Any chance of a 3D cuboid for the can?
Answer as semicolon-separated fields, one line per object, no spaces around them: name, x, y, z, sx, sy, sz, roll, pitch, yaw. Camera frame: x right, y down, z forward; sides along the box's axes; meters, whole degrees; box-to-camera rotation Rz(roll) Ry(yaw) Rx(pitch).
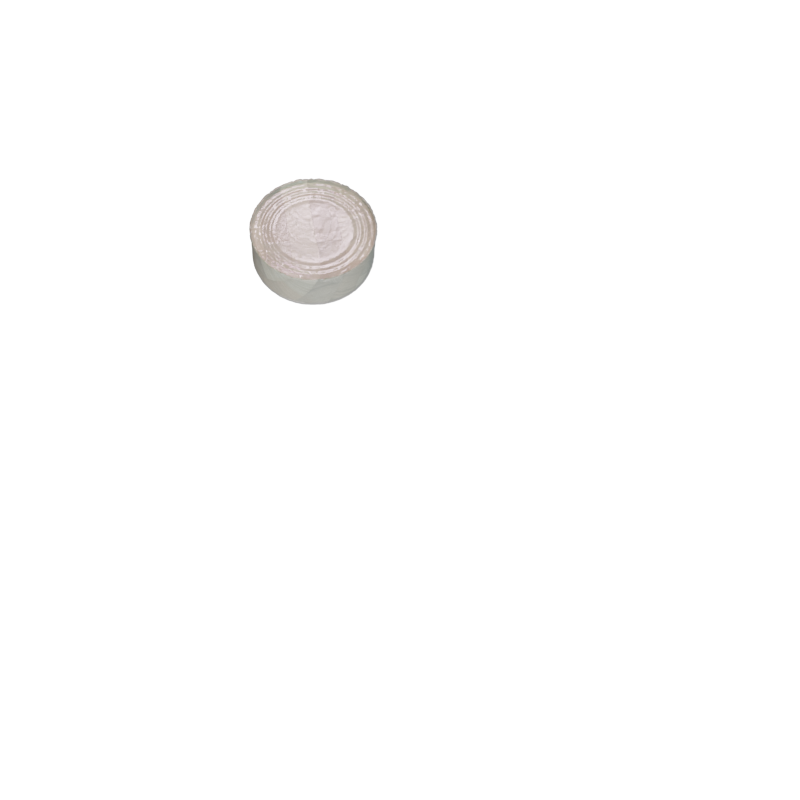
can;-0.059;-0.108;0.756;0.086;0.092;0.031;-1;-33;-1
